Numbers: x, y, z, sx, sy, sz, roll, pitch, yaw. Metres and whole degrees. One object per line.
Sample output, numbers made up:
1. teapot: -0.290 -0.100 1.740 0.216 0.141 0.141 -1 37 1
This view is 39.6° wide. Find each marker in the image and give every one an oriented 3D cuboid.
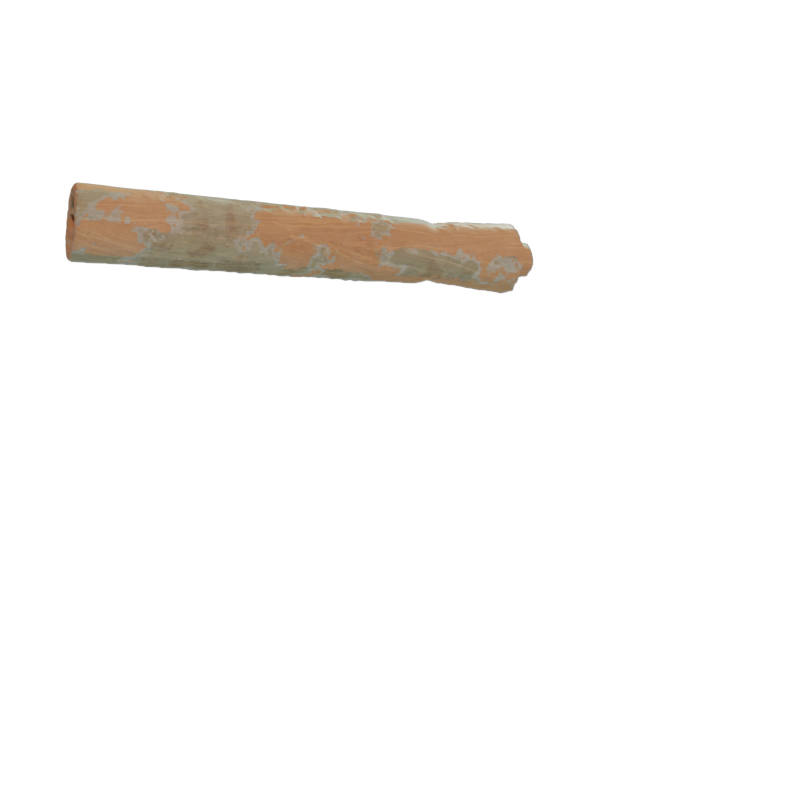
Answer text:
1. marker: -0.022 -0.040 0.279 0.118 0.020 0.020 2 3 -19
